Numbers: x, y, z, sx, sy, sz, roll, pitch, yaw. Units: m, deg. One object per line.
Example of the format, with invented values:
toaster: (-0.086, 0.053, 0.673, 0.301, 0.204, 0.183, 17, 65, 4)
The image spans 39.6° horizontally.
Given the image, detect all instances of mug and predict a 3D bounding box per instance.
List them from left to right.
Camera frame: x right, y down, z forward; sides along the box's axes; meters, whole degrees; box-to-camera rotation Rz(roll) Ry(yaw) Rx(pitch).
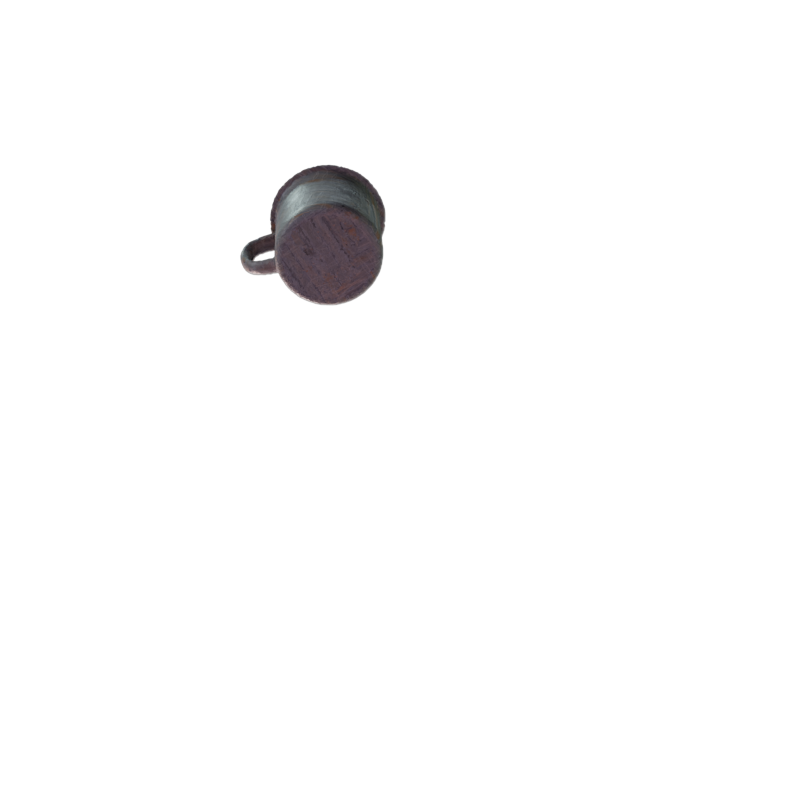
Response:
mug: (-0.067, -0.122, 0.856, 0.117, 0.088, 0.086, -13, 26, 4)
